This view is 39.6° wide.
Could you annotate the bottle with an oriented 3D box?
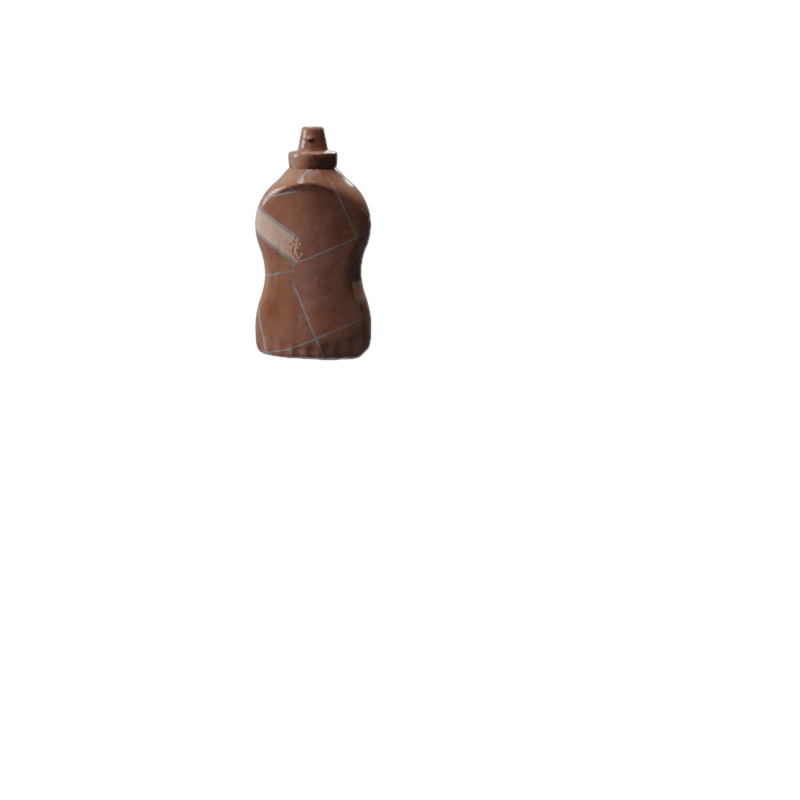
[{"bbox_3d":[-0.073,-0.132,0.928,0.098,0.188,0.058,3,8,14],"label":"bottle"}]
